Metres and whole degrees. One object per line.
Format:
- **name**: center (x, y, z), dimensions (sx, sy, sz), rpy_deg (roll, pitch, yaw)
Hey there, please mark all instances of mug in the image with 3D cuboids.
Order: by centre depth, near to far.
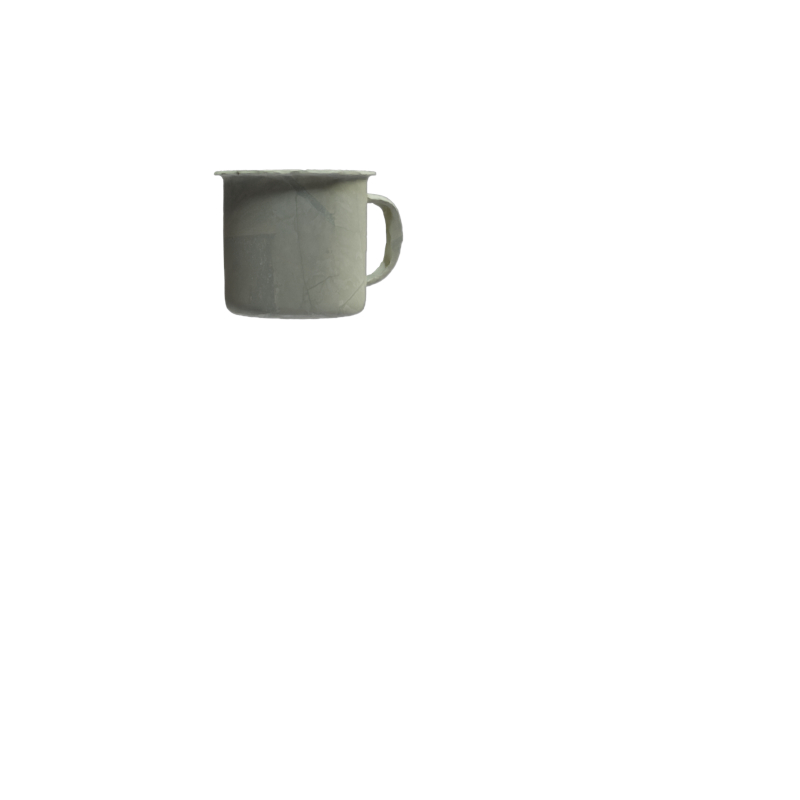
- **mug**: center (-0.050, -0.092, 0.641), dimensions (0.113, 0.081, 0.097), rpy_deg (-5, 9, -32)
